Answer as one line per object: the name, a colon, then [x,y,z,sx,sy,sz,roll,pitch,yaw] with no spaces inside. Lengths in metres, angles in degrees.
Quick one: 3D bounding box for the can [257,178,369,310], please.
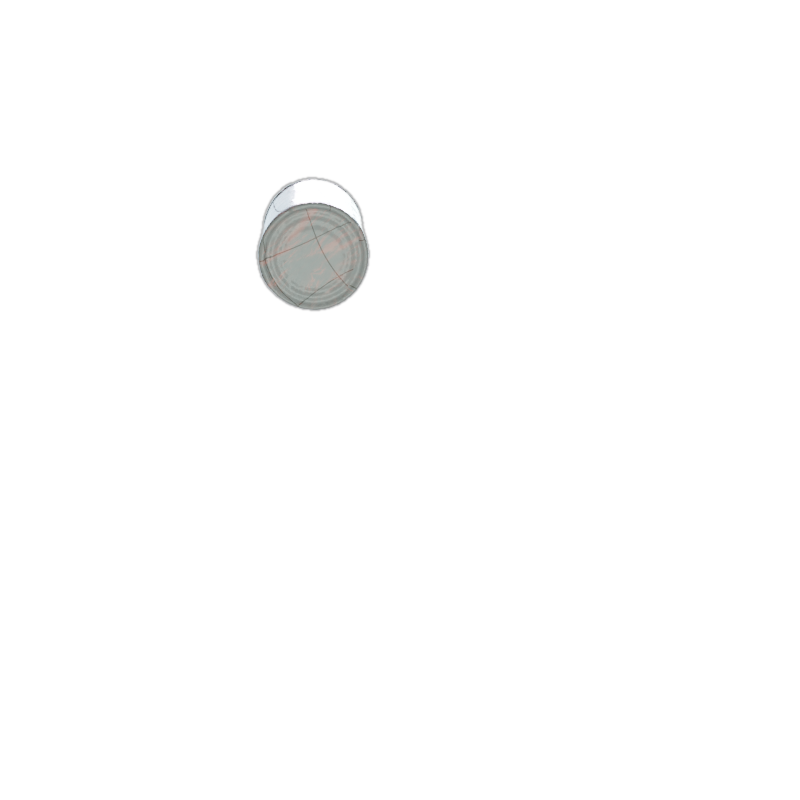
can: [-0.055,-0.101,0.706,0.068,0.066,0.106,0,16,-3]
